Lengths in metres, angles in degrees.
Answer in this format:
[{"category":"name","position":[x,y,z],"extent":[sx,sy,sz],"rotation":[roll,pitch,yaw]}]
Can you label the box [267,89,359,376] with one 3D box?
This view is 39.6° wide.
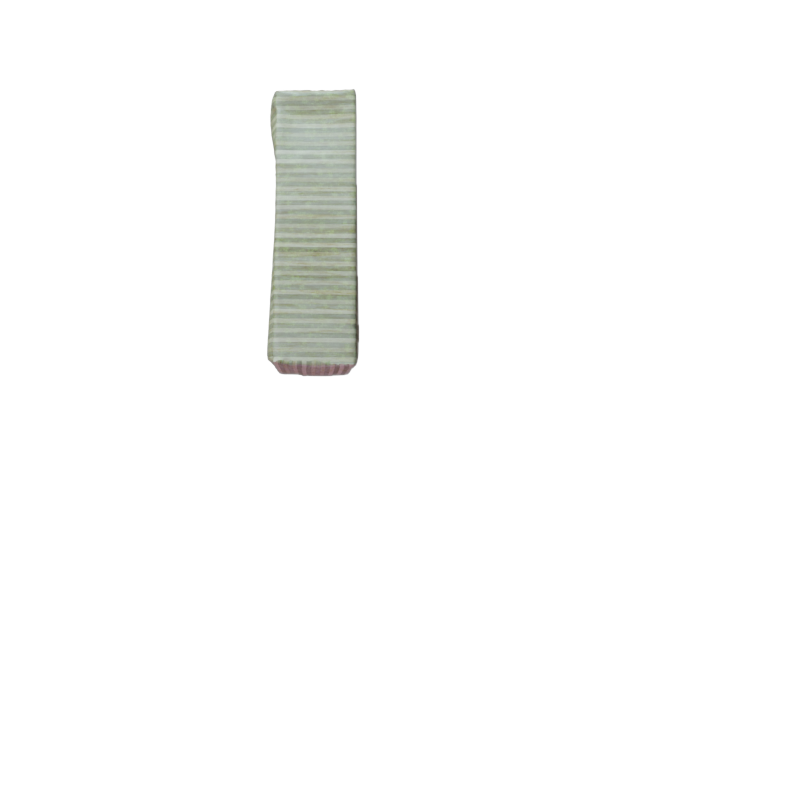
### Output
[{"category":"box","position":[-0.071,-0.130,0.908],"extent":[0.072,0.218,0.162],"rotation":[0,-6,-3]}]
